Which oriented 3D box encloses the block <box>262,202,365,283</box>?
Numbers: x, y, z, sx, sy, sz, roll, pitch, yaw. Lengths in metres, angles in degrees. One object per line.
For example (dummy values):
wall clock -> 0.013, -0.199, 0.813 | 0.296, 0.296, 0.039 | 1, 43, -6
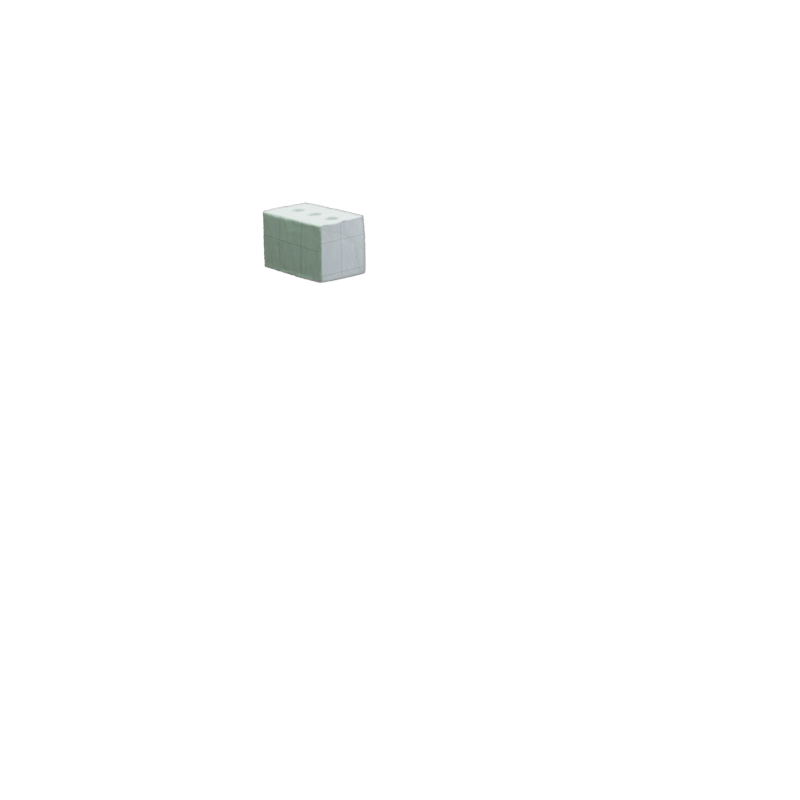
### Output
block -> -0.075, -0.136, 0.953 | 0.052, 0.049, 0.083 | -16, 25, -42
